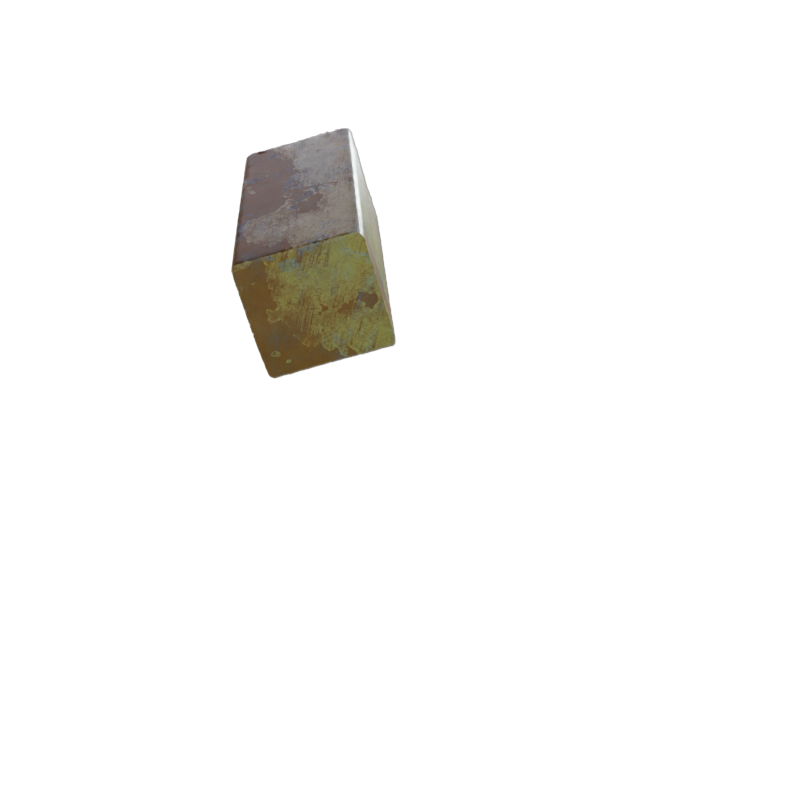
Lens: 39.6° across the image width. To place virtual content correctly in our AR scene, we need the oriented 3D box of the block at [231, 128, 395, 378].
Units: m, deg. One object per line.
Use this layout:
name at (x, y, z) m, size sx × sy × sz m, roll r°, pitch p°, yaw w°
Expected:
block at (-0.064, -0.117, 0.813) m, size 0.091 × 0.085 × 0.219 m, roll -15°, pitch 30°, yaw 5°
